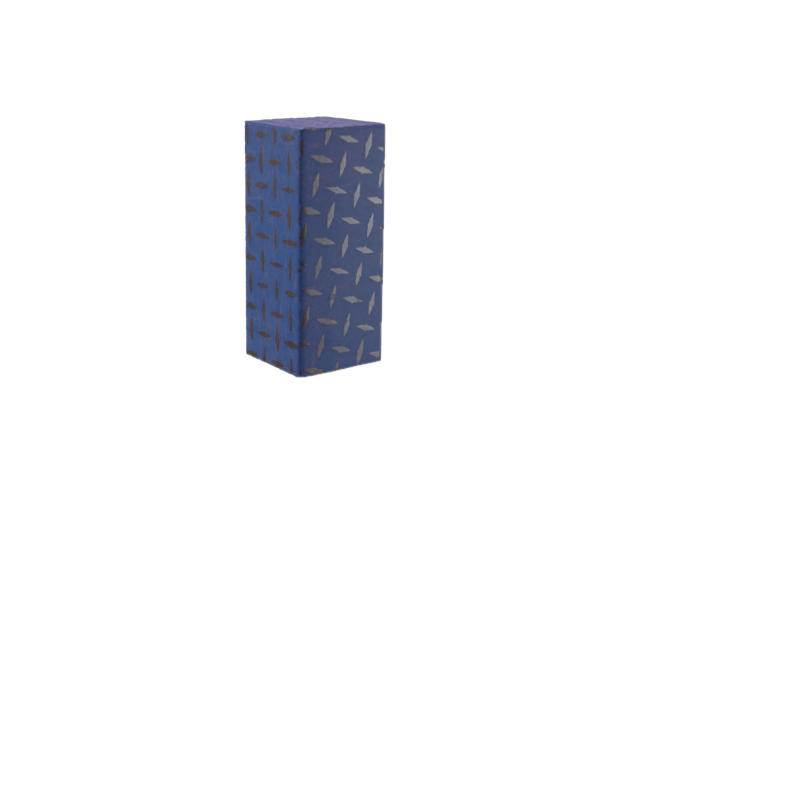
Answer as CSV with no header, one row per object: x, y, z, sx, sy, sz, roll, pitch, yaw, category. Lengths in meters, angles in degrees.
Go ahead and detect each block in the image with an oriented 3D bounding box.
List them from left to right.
-0.074,-0.136,0.951,0.088,0.201,0.096,-8,15,-36,block
